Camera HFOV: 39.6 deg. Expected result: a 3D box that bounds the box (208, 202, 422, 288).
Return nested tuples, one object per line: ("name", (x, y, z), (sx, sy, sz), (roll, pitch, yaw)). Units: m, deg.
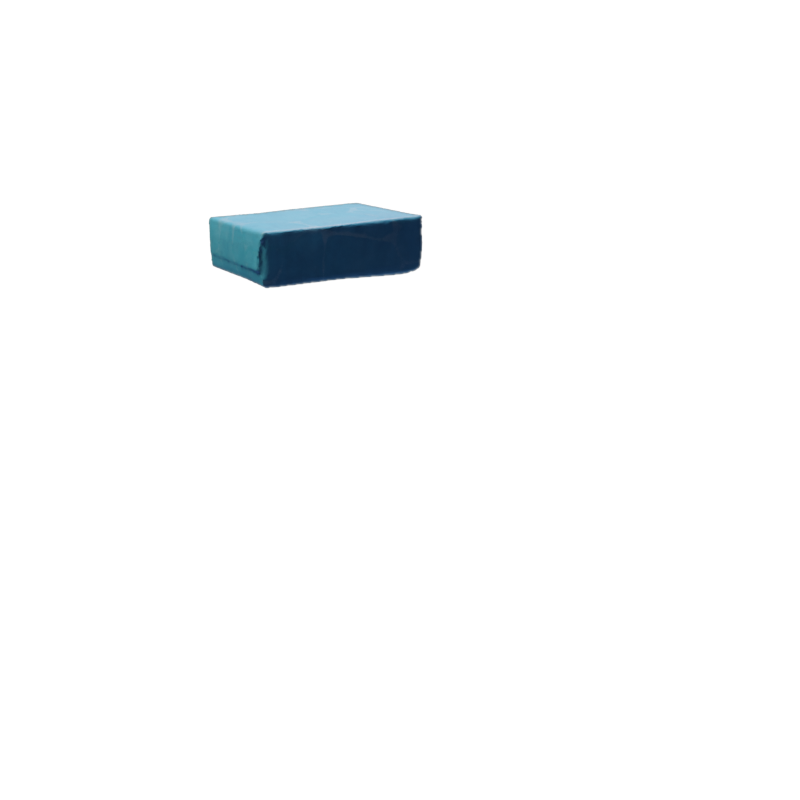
("box", (-0.056, -0.102, 0.711), (0.111, 0.038, 0.095), (-8, 18, -27))
